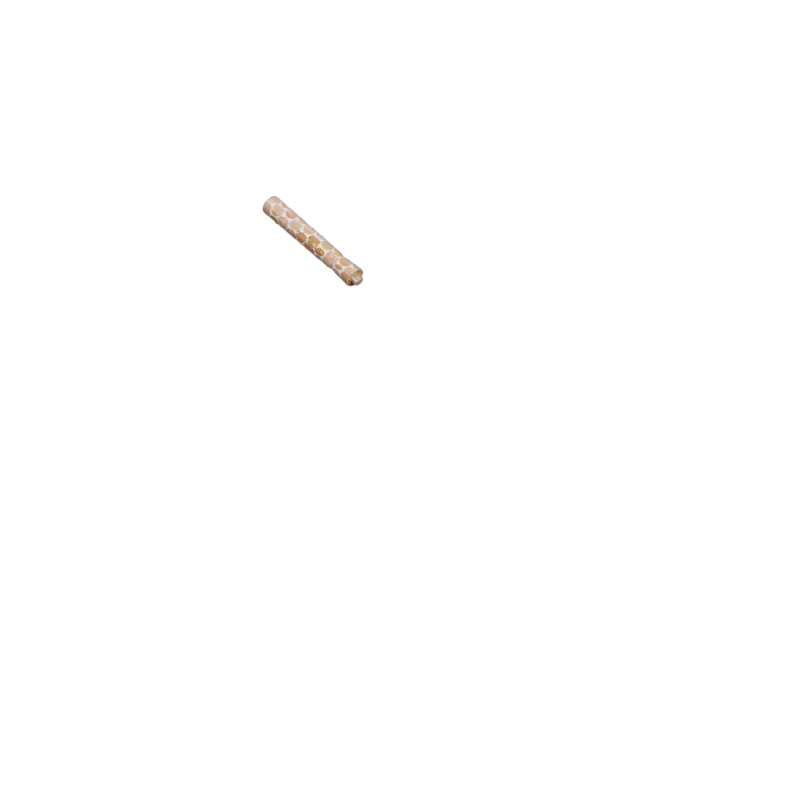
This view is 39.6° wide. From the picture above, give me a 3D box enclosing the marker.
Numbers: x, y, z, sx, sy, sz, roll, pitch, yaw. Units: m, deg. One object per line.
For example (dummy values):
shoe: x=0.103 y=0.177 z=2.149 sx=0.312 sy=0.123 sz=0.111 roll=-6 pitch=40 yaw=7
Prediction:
marker: x=-0.076 y=-0.139 z=0.976 sx=0.129 sy=0.019 sz=0.019 roll=43 pitch=26 yaw=28
